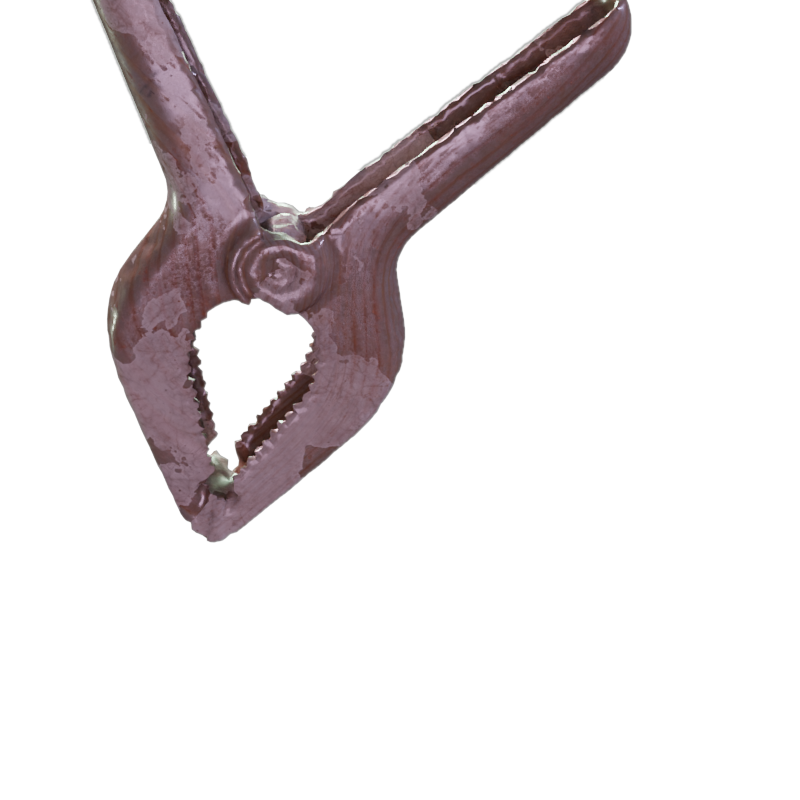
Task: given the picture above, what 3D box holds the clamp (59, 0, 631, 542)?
[{"bbox_3d":[-0.027,-0.049,0.343,0.164,0.201,0.038,8,22,-3],"label":"clamp"}]
